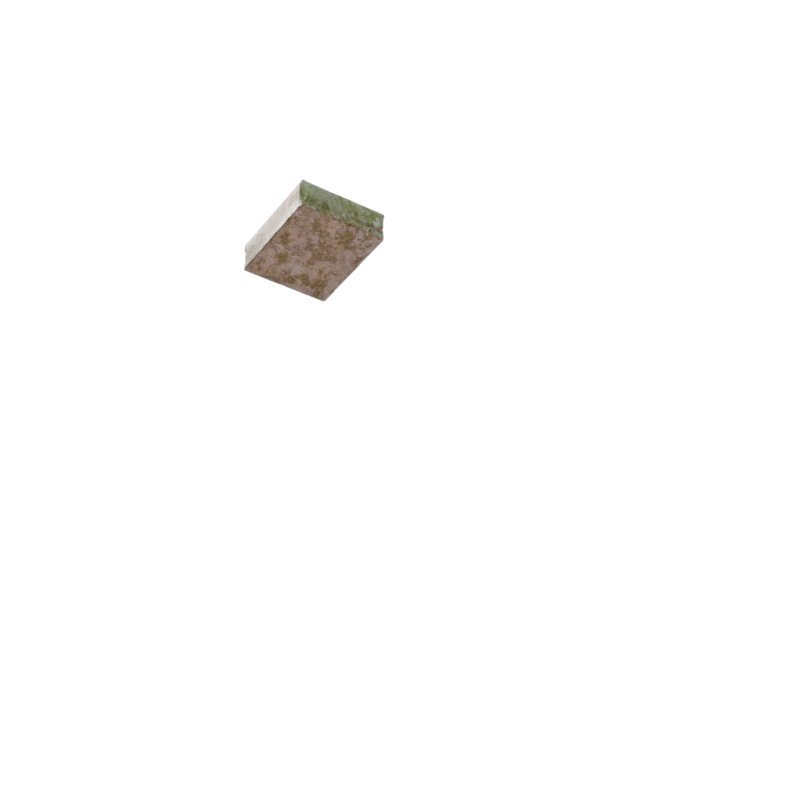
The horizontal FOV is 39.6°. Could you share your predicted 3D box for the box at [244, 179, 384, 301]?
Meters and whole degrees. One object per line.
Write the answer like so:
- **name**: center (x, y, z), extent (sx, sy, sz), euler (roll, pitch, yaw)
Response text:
- **box**: center (-0.066, -0.120, 0.839), extent (0.070, 0.032, 0.087), euler (22, -43, -26)
